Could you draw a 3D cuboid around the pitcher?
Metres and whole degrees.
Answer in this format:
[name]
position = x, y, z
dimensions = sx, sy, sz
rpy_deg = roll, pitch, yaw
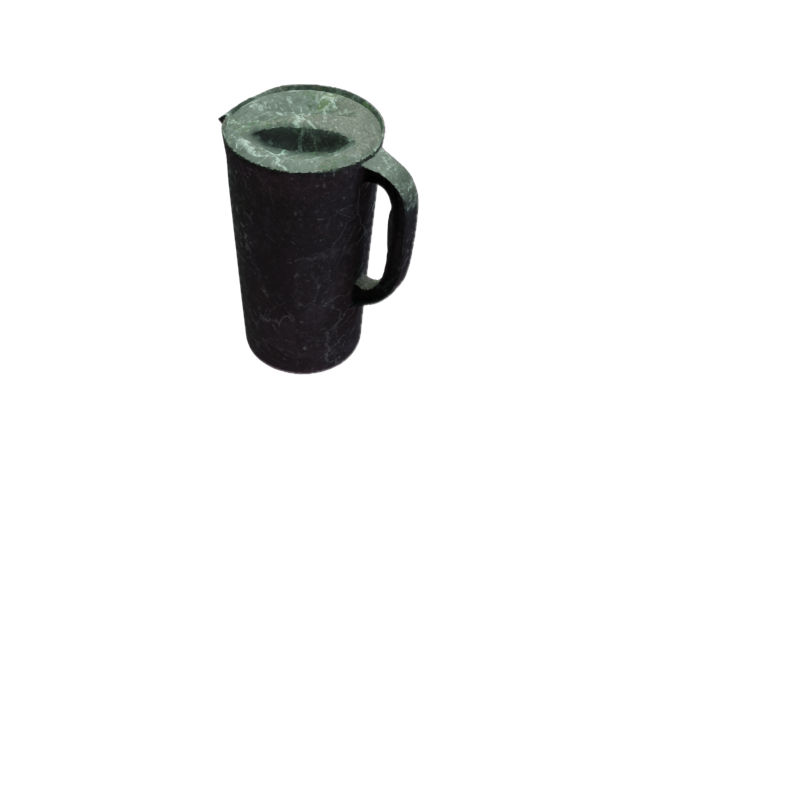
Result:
[pitcher]
position = -0.075, -0.137, 0.960
dimensions = 0.143, 0.227, 0.161
rpy_deg = -8, 43, -12
